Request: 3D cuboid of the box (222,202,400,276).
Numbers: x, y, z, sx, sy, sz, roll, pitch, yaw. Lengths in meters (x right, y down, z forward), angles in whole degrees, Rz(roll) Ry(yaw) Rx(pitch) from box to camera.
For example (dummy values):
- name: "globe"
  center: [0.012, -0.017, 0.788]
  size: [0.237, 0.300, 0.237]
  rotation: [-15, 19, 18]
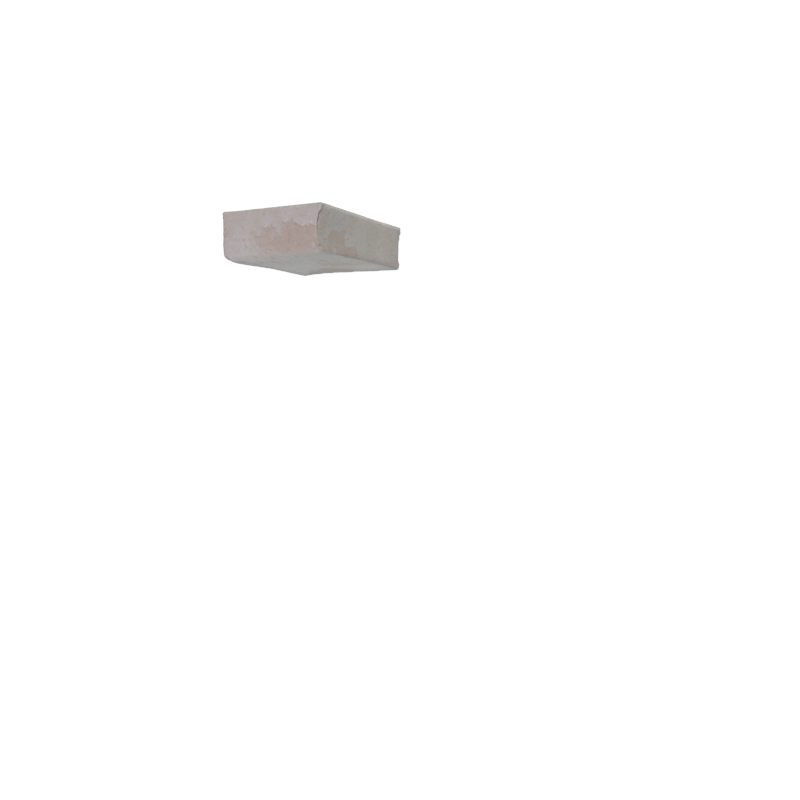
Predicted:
- name: "box"
  center: [-0.065, -0.119, 0.834]
  size: [0.093, 0.039, 0.109]
  rotation: [-1, -1, 32]
